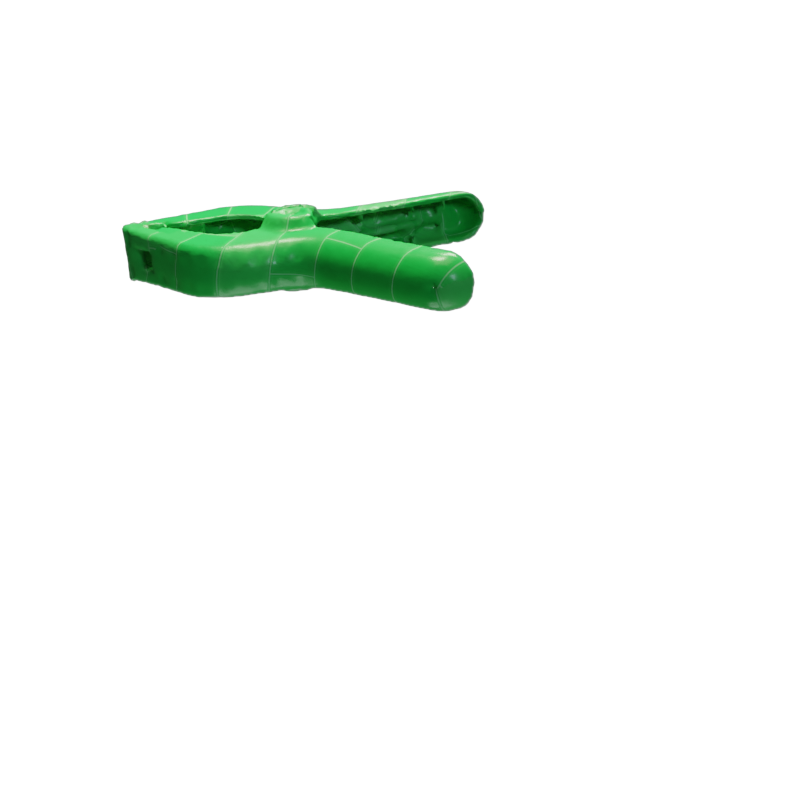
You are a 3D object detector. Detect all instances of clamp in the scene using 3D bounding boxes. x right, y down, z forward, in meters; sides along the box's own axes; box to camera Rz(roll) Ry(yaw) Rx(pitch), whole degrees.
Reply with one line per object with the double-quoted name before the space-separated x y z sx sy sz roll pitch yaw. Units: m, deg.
"clamp" -0.040 -0.074 0.517 0.176 0.038 0.121 6 19 17
